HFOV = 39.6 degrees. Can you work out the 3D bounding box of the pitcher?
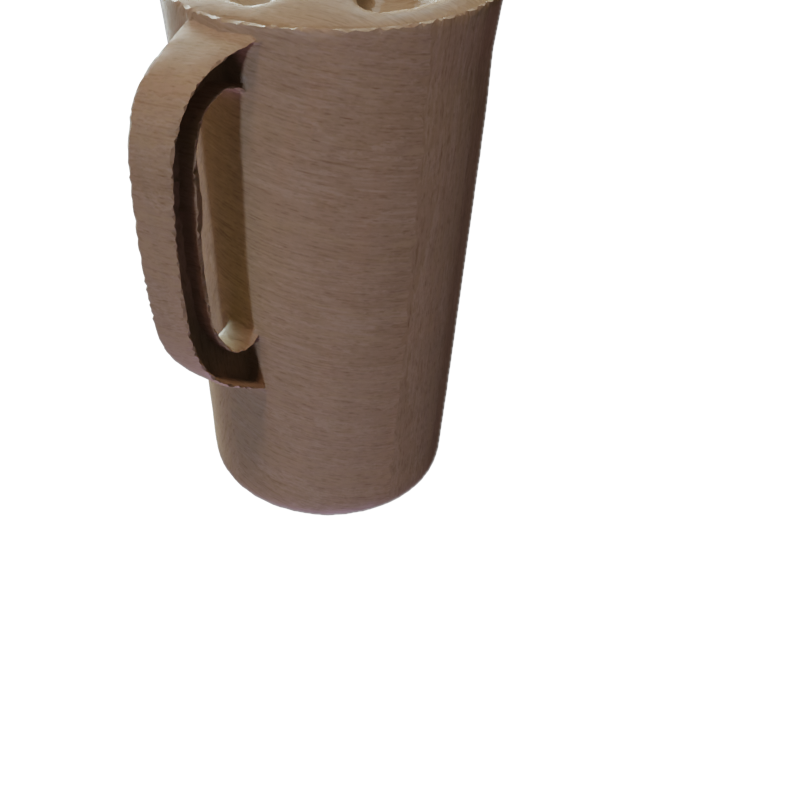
[{"bbox_3d":[-0.037,-0.068,0.476,0.147,0.228,0.156,-5,33,-11],"label":"pitcher"}]
